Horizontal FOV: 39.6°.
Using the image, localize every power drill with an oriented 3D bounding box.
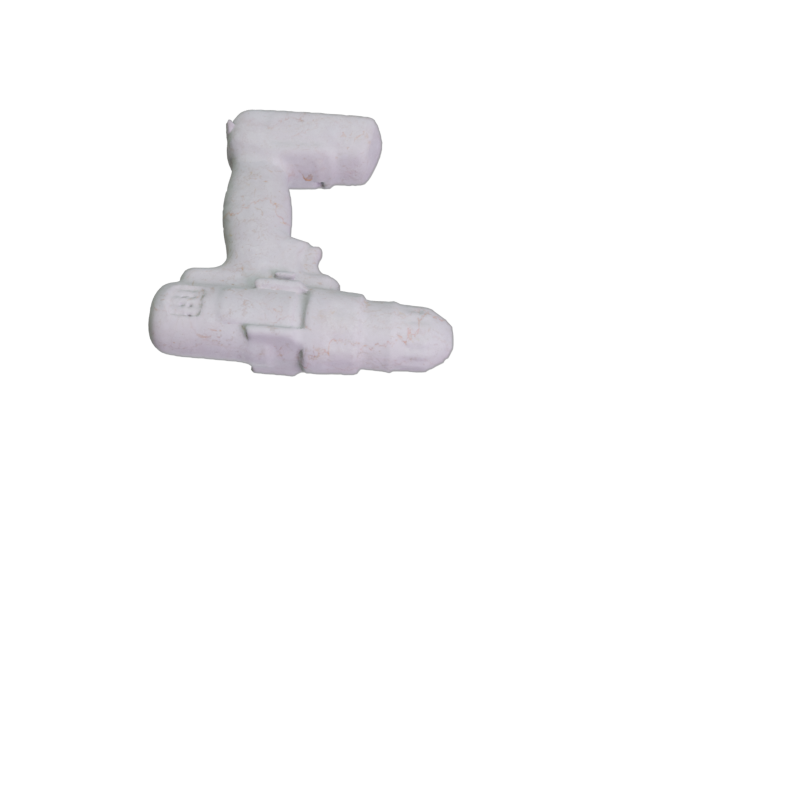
[{"bbox_3d":[-0.056,-0.102,0.711,0.185,0.200,0.054,4,-36,3],"label":"power drill"}]
